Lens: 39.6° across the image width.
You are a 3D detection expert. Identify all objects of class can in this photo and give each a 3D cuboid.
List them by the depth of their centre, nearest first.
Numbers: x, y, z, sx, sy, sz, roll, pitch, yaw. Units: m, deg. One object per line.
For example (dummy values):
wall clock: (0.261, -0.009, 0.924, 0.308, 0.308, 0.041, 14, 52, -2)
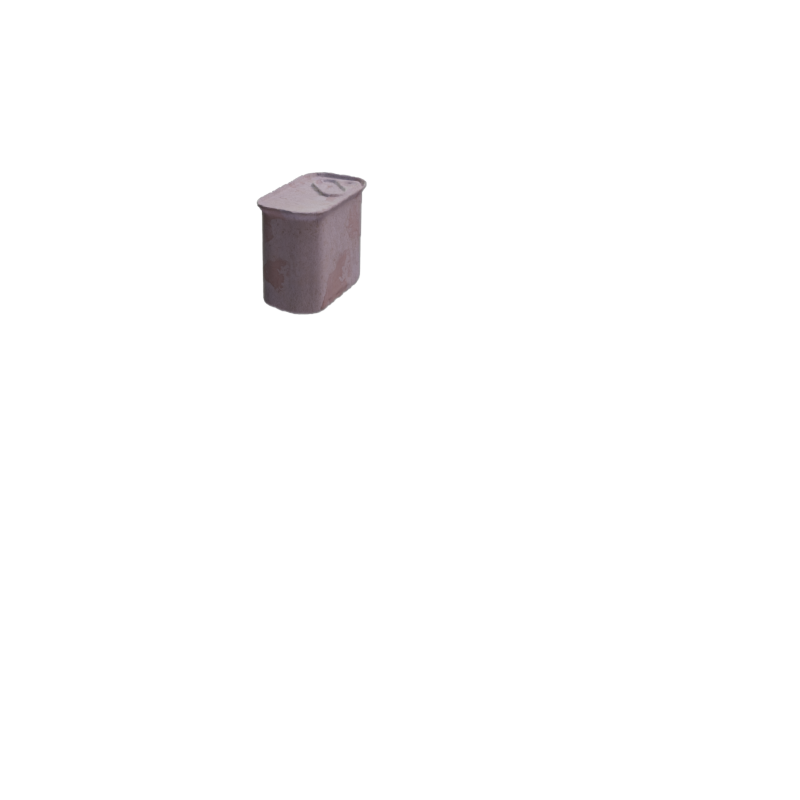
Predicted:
can: (-0.068, -0.124, 0.867, 0.060, 0.080, 0.103, 11, 27, 21)
